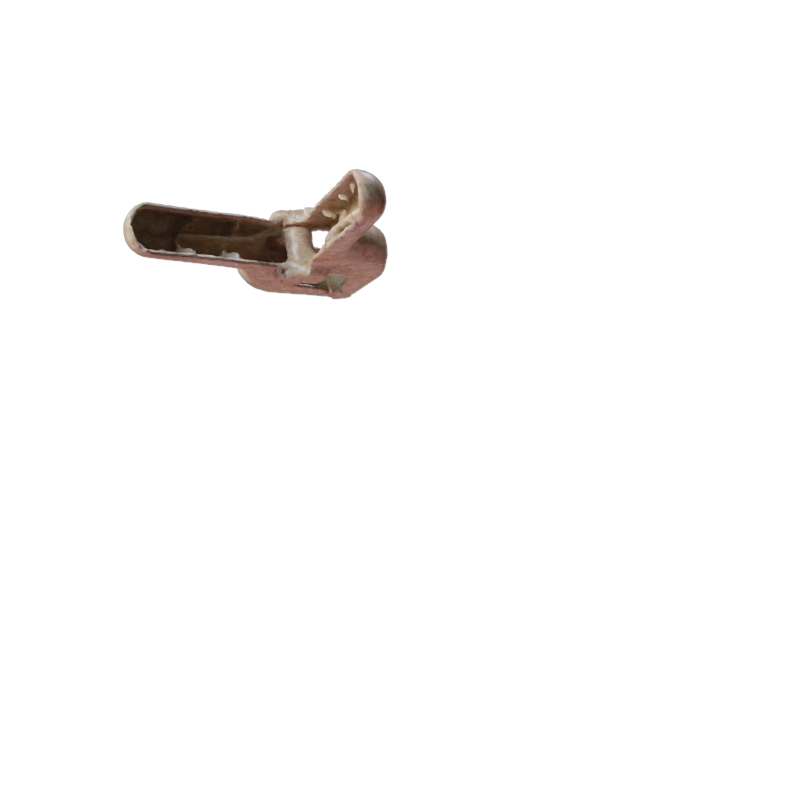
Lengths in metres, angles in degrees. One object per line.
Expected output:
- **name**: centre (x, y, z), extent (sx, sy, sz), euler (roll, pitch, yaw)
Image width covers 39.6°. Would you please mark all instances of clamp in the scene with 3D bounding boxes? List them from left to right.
- **clamp**: centre (-0.043, -0.078, 0.549), extent (0.123, 0.040, 0.165), euler (-1, -2, 22)
